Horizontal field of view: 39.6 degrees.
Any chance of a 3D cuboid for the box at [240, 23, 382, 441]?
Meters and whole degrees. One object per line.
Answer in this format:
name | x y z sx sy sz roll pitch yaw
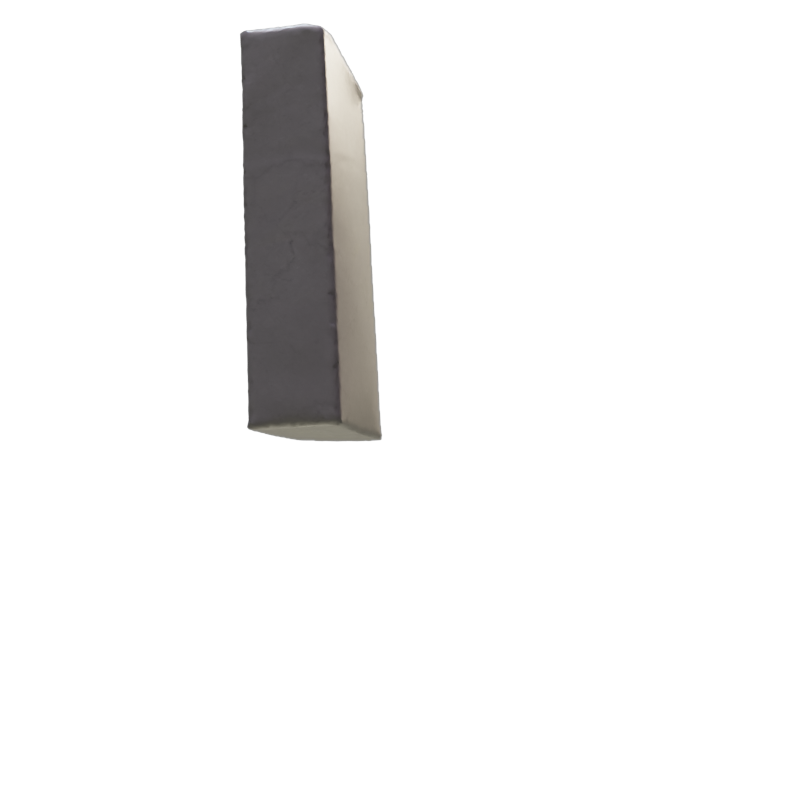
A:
box | -0.039 -0.072 0.505 0.049 0.182 0.089 -3 -12 10
